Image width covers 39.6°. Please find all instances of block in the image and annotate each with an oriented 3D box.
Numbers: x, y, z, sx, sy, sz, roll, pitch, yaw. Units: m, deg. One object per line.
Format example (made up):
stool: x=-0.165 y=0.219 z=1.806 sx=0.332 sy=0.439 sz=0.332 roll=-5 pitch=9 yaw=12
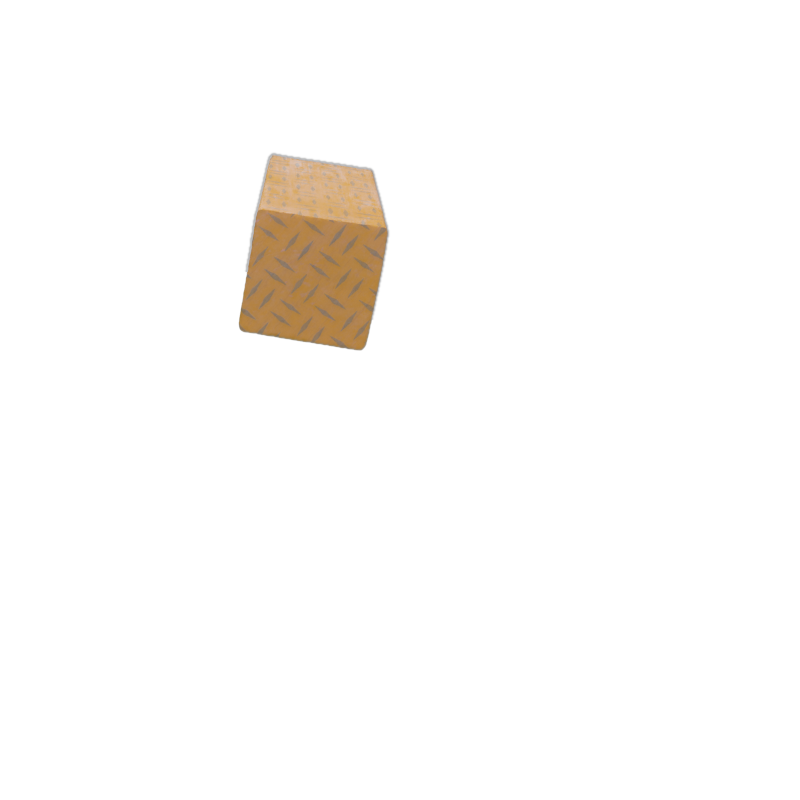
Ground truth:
block: x=-0.066 y=-0.119 z=0.841 sx=0.090 sy=0.087 sz=0.215 roll=8 pitch=20 yaw=-7
